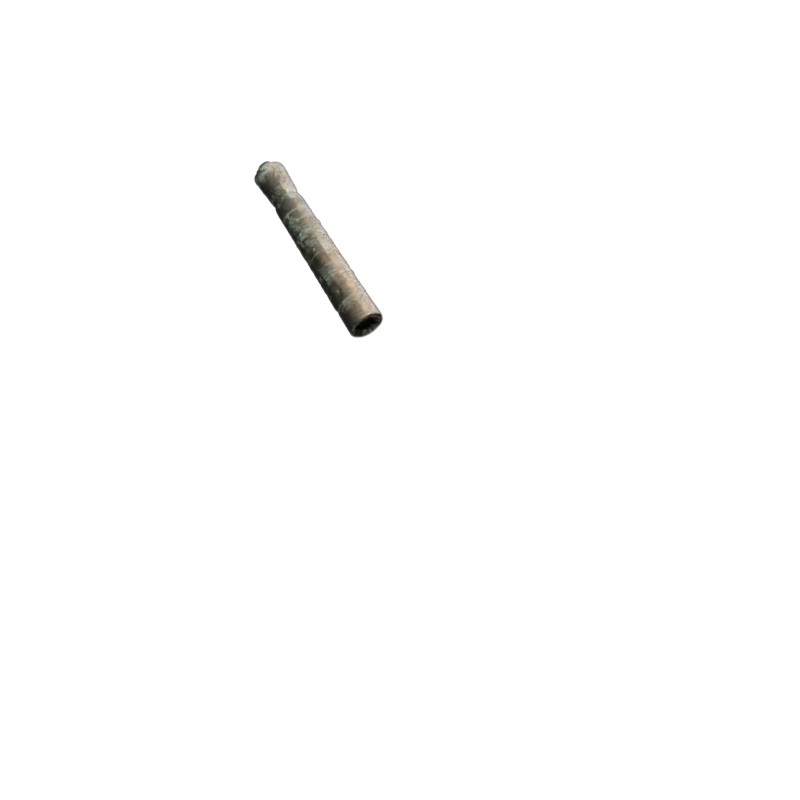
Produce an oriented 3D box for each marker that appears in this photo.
[{"bbox_3d":[-0.046,-0.084,0.588,0.019,0.130,0.019,-2,-42,-40],"label":"marker"}]
